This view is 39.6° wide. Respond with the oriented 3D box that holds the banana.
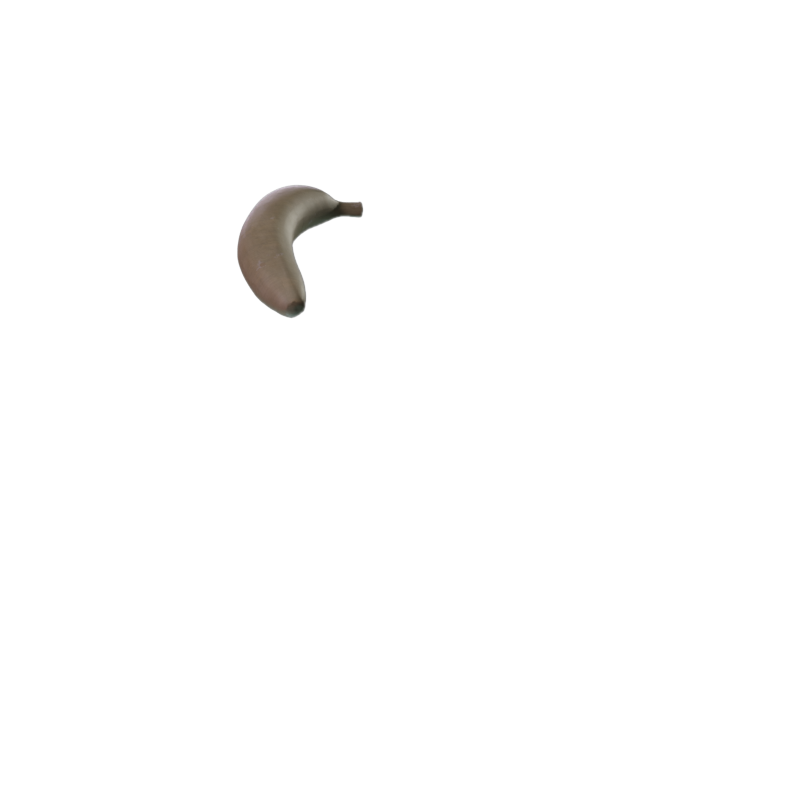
[{"bbox_3d":[-0.077,-0.112,0.765,0.071,0.035,0.206,5,30,9],"label":"banana"}]
